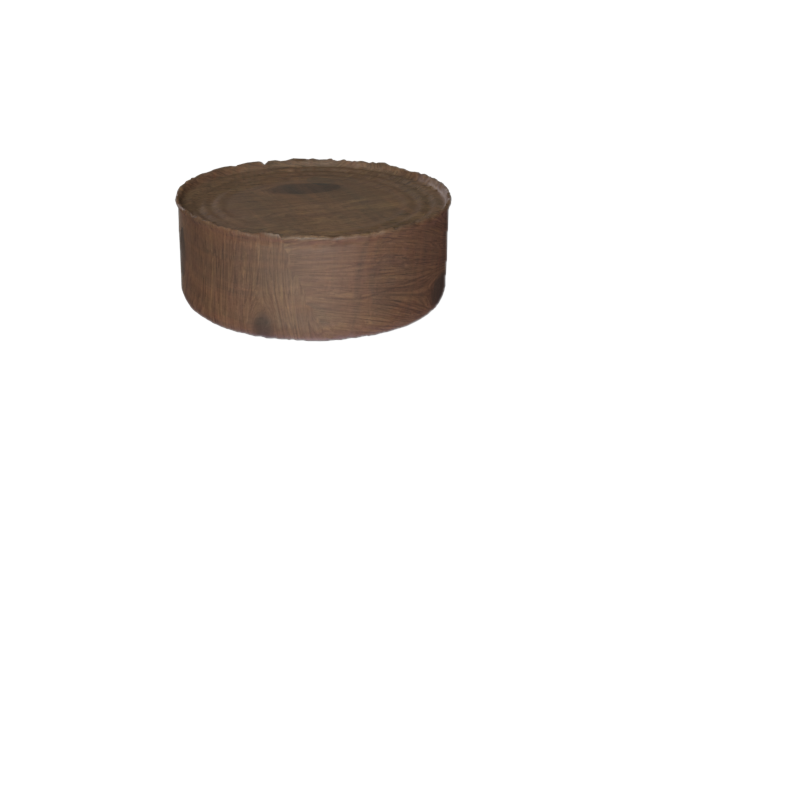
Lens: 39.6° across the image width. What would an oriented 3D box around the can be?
[{"bbox_3d":[-0.027,-0.050,0.351,0.086,0.032,0.090,-1,25,-2],"label":"can"}]
